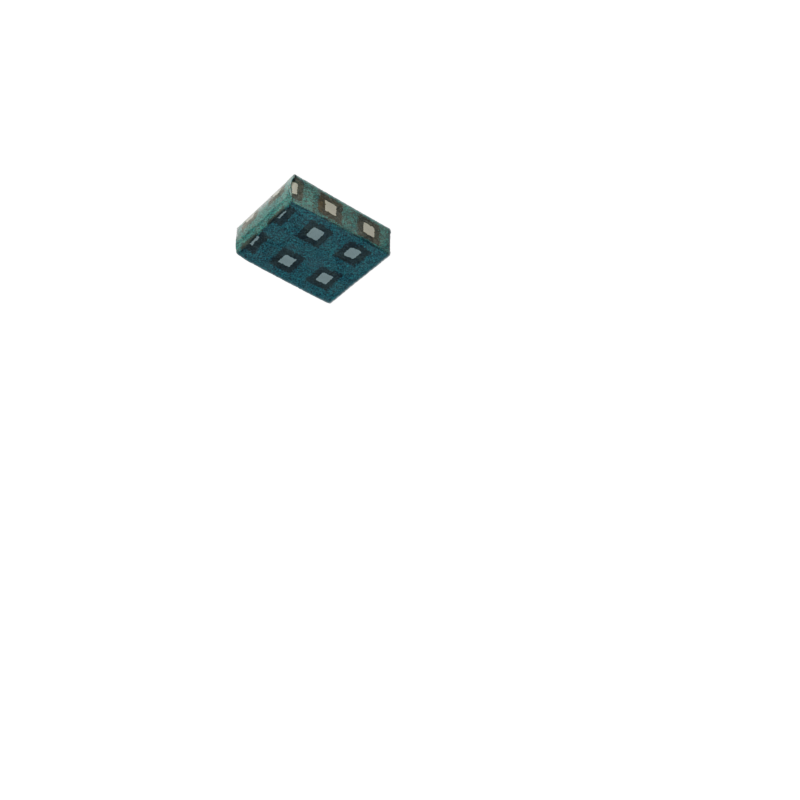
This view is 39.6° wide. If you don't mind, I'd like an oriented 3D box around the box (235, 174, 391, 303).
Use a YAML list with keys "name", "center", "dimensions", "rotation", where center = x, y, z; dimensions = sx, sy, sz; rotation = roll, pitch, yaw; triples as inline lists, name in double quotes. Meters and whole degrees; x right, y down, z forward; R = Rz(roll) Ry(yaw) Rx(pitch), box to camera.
- name: "box"
  center: [-0.078, -0.142, 0.997]
  dimensions: [0.107, 0.042, 0.088]
  rotation: [26, -45, -30]
